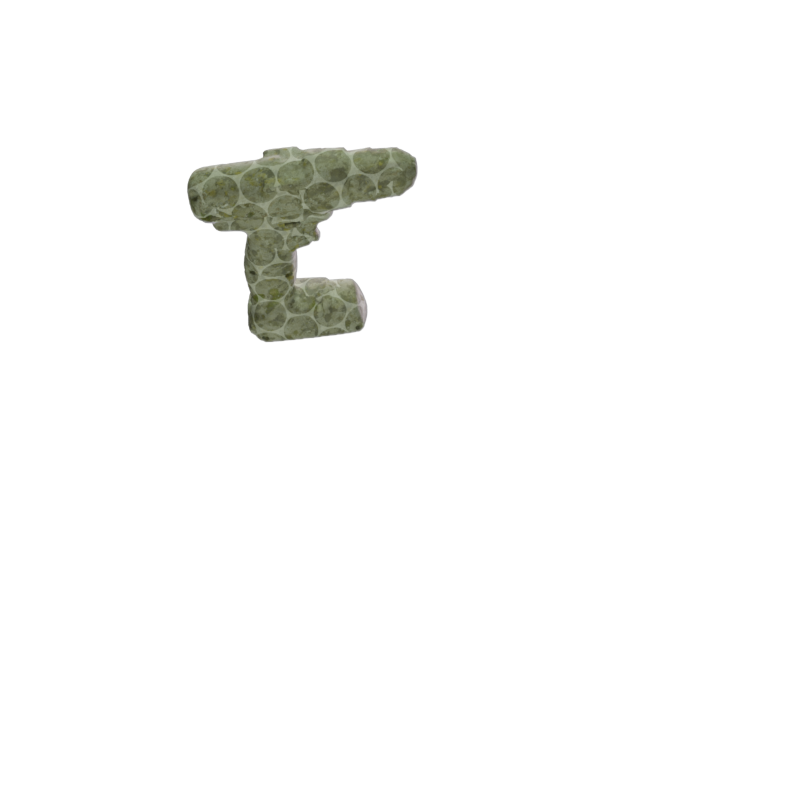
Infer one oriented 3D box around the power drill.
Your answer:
[{"bbox_3d":[-0.073,-0.133,0.933,0.185,0.062,0.174,-4,-43,4],"label":"power drill"}]
